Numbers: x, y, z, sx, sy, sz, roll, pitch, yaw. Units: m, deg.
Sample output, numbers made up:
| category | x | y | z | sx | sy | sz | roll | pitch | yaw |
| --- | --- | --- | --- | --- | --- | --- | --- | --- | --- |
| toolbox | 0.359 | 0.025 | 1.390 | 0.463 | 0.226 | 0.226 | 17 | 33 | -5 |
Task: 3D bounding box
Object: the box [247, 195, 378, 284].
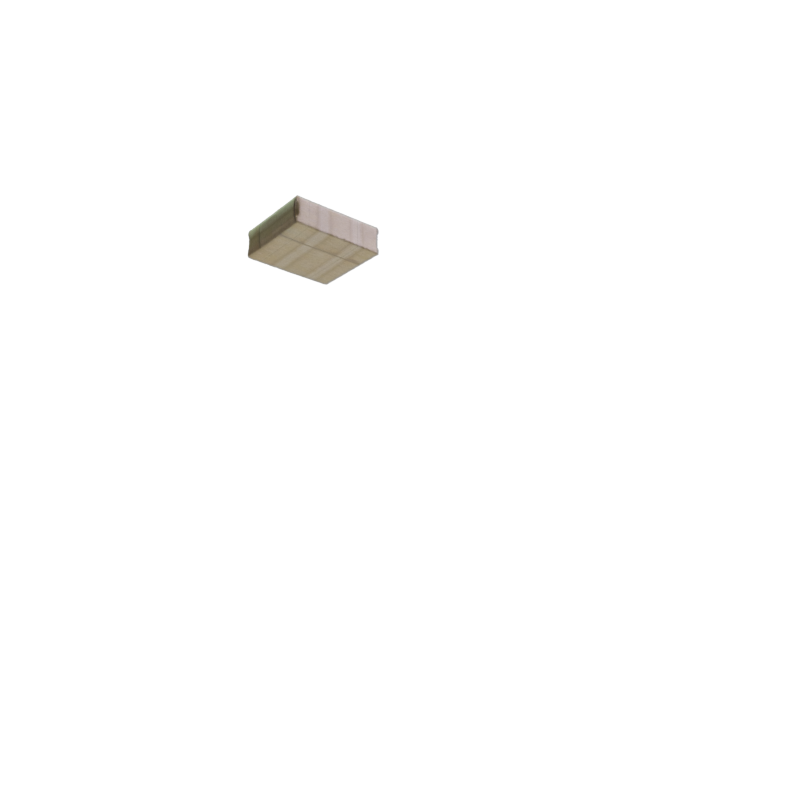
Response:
| category | x | y | z | sx | sy | sz | roll | pitch | yaw |
| --- | --- | --- | --- | --- | --- | --- | --- | --- | --- |
| box | -0.074 | -0.135 | 0.949 | 0.084 | 0.032 | 0.073 | 17 | -30 | -34 |
